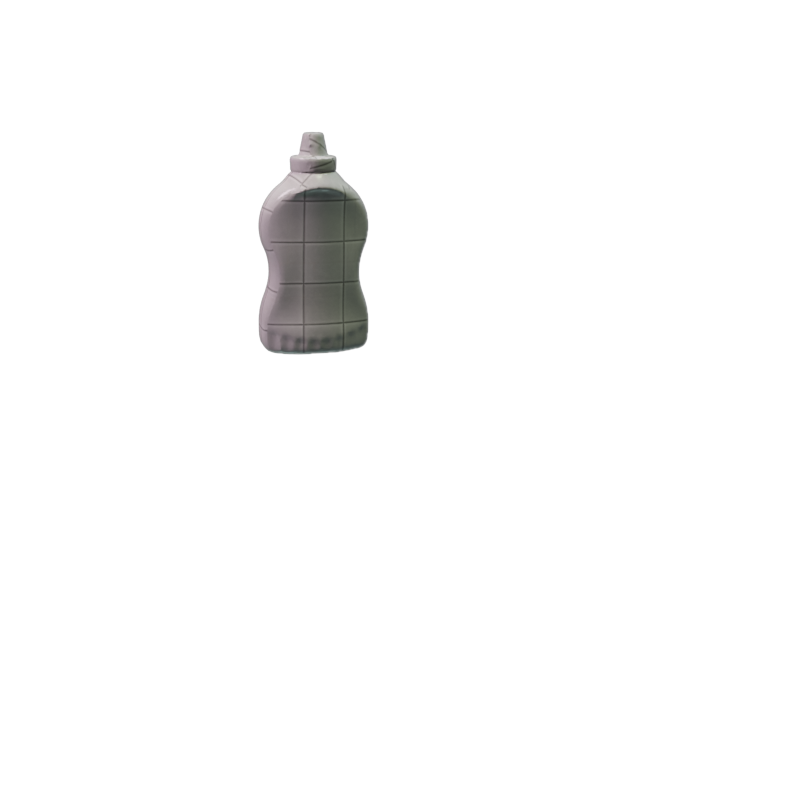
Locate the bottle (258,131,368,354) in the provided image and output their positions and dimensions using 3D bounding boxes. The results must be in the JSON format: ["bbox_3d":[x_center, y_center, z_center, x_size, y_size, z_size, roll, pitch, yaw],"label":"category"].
[{"bbox_3d":[-0.077,-0.139,0.976,0.095,0.187,0.061,-2,11,-12],"label":"bottle"}]
